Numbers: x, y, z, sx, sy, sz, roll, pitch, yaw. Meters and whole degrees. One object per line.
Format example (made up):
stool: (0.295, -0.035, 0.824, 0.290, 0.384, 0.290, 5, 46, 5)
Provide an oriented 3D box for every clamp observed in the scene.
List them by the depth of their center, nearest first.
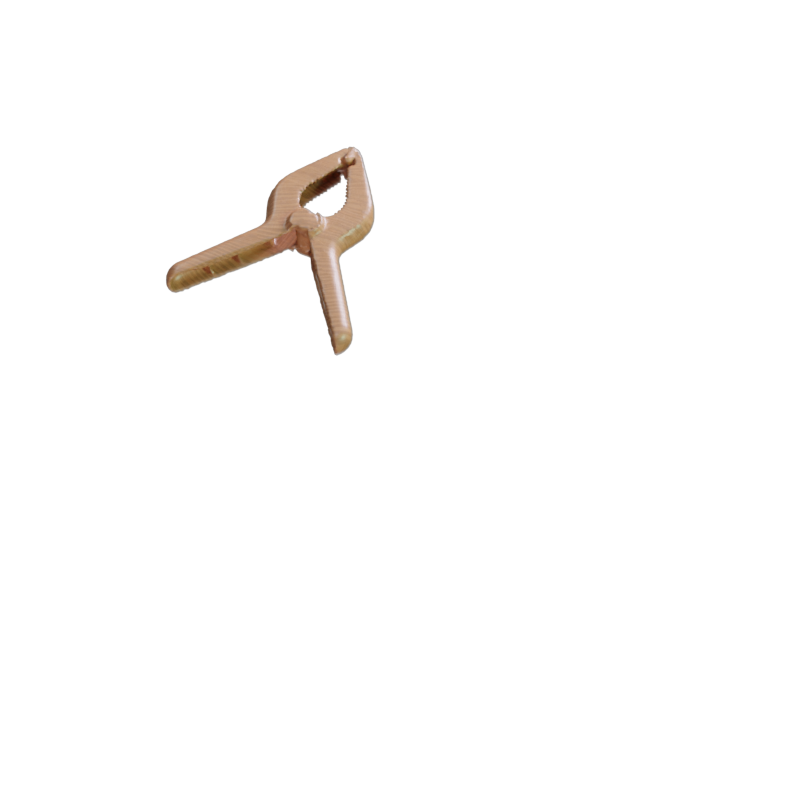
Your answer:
clamp: (-0.073, -0.134, 0.938, 0.172, 0.216, 0.034, 26, -34, 18)
